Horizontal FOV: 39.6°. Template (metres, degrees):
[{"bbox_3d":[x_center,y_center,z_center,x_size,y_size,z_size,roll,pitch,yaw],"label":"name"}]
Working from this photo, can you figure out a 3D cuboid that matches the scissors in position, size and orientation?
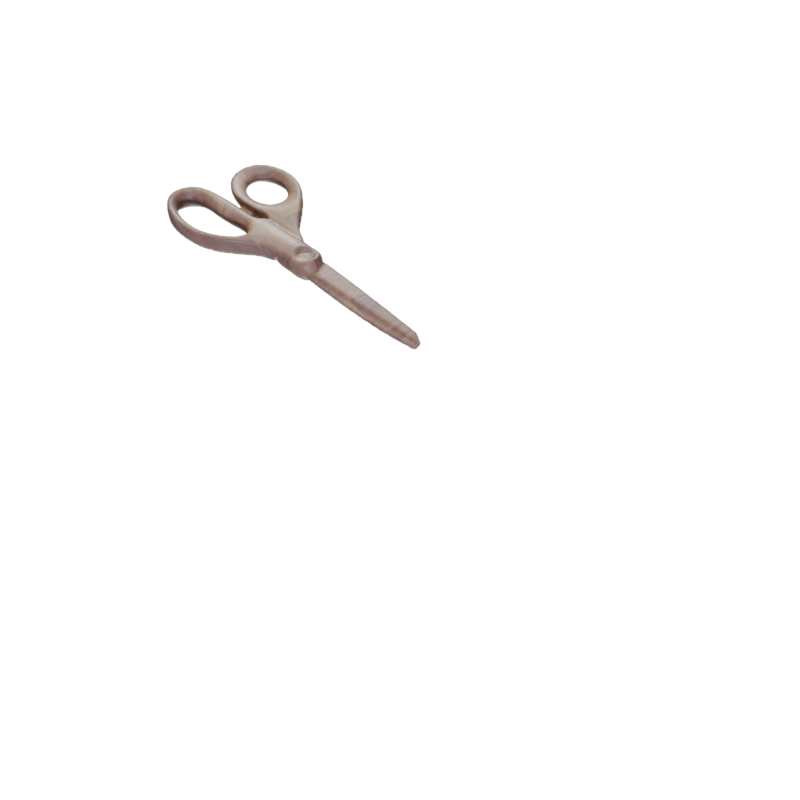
[{"bbox_3d":[-0.054,-0.099,0.692,0.212,0.015,0.098,24,49,24],"label":"scissors"}]
